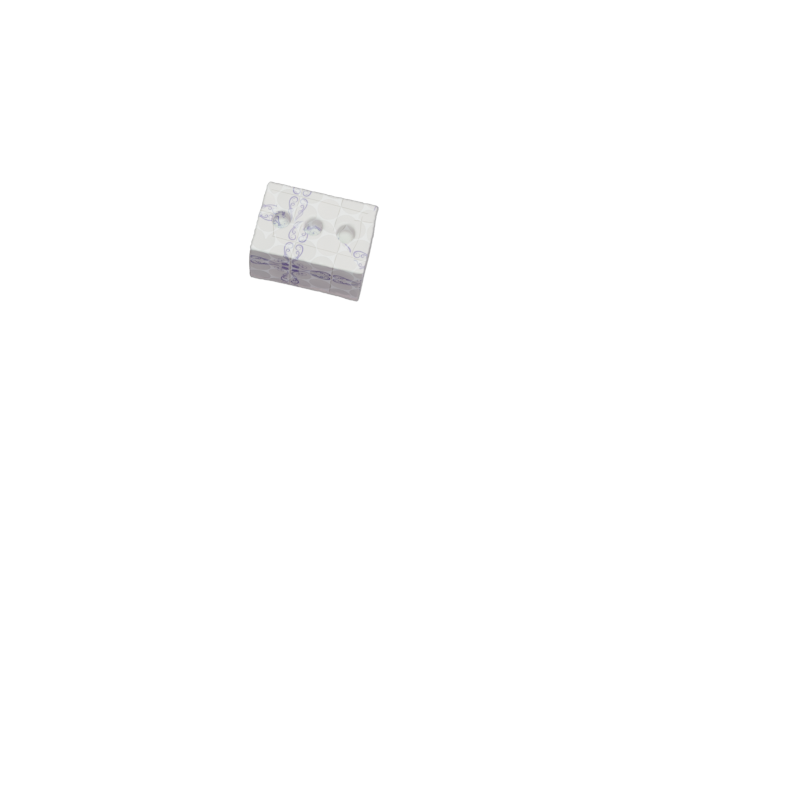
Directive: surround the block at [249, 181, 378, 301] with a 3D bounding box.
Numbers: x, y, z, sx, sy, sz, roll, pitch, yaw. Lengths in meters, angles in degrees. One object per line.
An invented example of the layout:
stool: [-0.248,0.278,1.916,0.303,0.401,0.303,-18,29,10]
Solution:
block: [-0.058,-0.107,0.746,0.079,0.055,0.049,12,-20,4]
